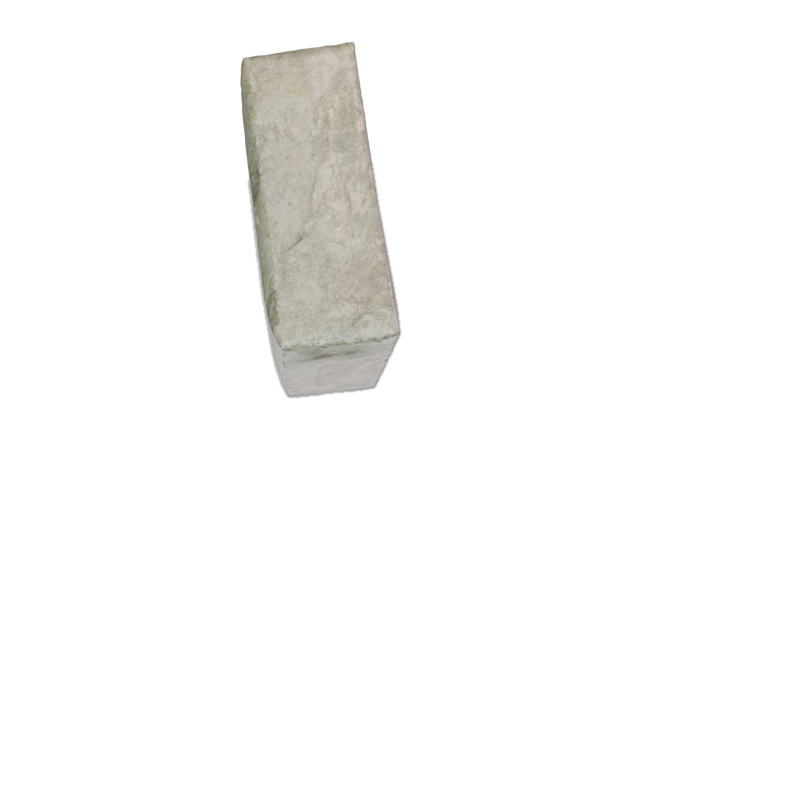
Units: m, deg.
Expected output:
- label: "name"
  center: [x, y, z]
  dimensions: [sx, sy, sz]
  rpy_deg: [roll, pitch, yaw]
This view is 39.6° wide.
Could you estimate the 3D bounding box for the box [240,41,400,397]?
- label: "box"
  center: [-0.053, -0.097, 0.676]
  dimensions: [0.071, 0.170, 0.208]
  rpy_deg: [-8, -9, -5]
